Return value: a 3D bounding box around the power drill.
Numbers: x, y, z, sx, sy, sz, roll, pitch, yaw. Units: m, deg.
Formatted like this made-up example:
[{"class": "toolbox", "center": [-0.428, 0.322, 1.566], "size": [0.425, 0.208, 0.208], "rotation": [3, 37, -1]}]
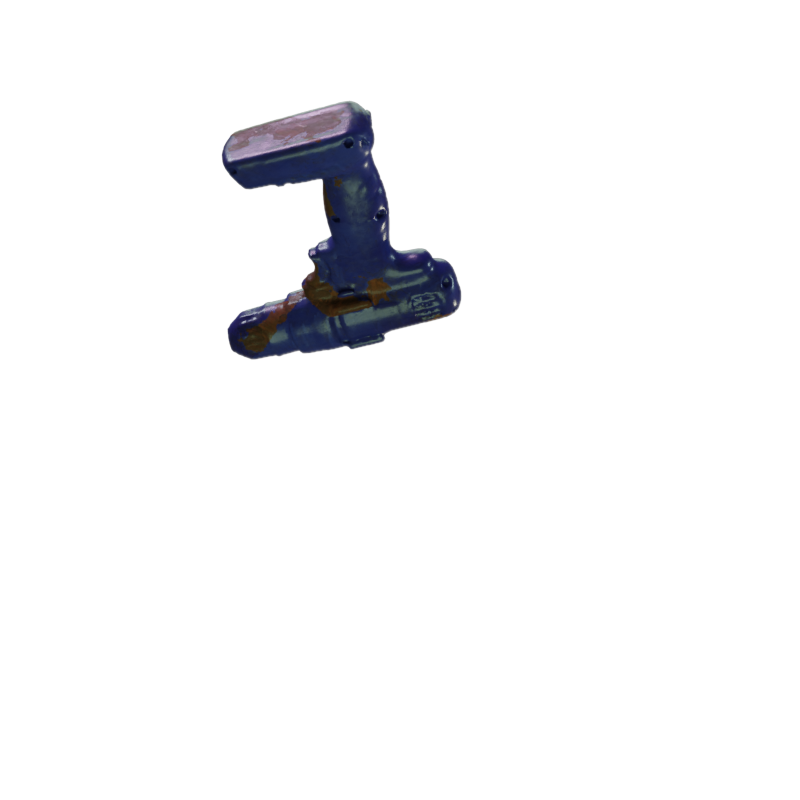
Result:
[{"class": "power drill", "center": [-0.064, -0.116, 0.815], "size": [0.185, 0.174, 0.061], "rotation": [-14, 36, 10]}]
